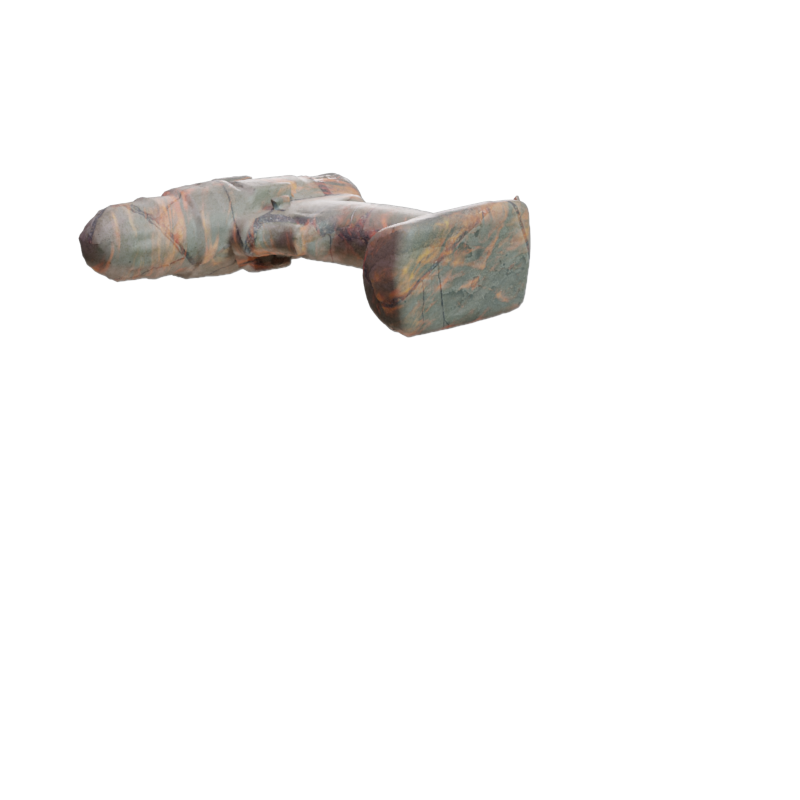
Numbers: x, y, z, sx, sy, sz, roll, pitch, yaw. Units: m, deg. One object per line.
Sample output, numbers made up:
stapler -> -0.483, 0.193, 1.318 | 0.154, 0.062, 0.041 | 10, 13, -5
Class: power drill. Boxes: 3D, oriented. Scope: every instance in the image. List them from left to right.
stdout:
power drill -> -0.044, -0.081, 0.568 | 0.199, 0.055, 0.181 | 19, 27, 41
